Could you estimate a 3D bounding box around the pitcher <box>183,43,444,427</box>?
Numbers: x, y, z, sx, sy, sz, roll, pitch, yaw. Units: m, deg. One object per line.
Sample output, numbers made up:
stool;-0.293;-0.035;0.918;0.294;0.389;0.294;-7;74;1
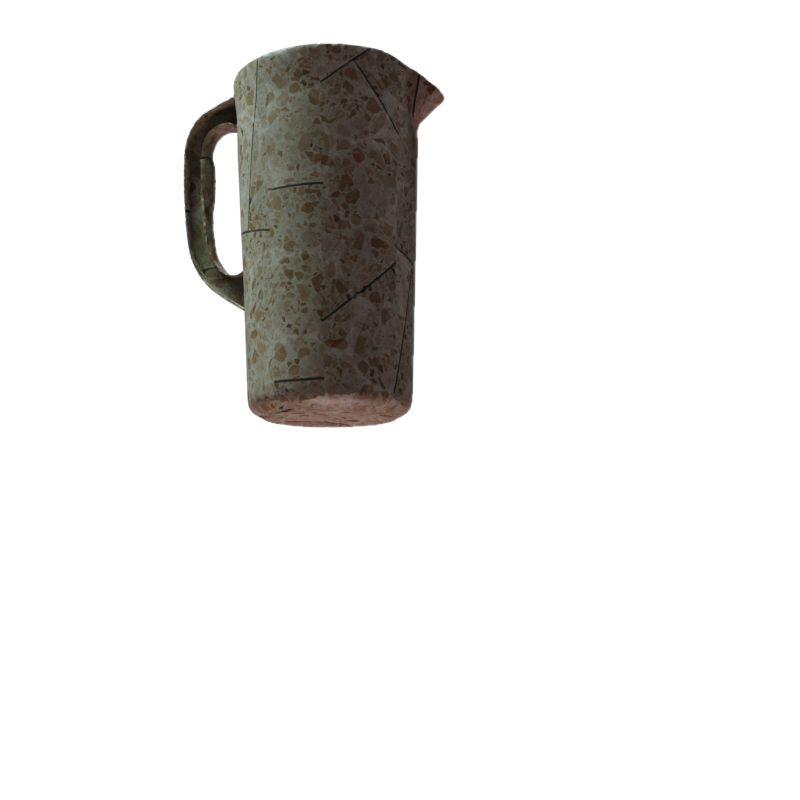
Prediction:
pitcher;-0.059;-0.108;0.758;0.139;0.252;0.150;8;-17;-30
